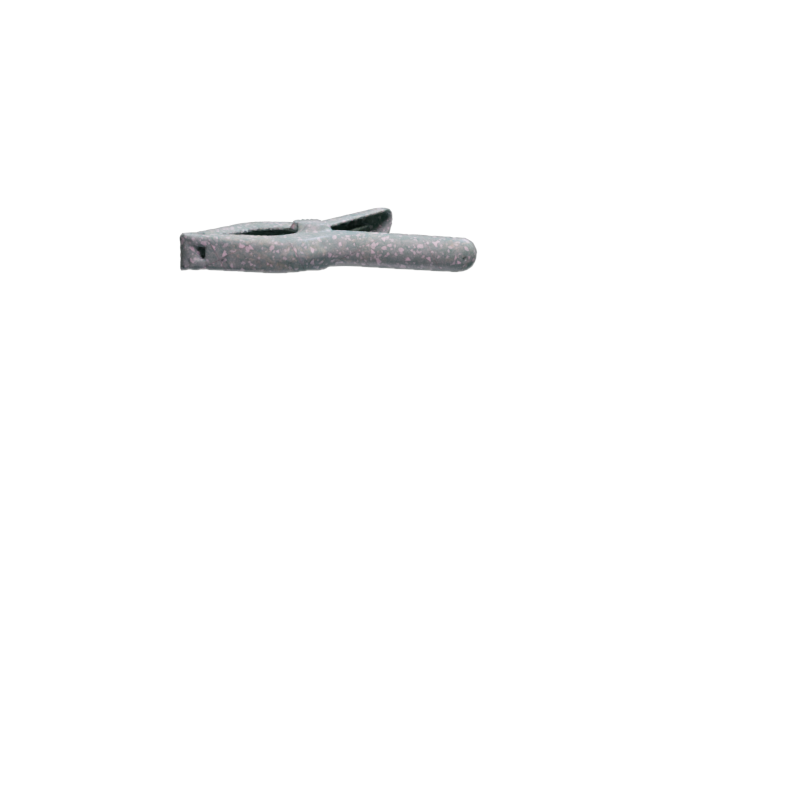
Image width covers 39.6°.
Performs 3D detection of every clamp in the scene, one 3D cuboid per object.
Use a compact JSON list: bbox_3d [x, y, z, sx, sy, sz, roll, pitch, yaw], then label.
[{"bbox_3d":[-0.067,-0.122,0.855,0.207,0.035,0.173,-5,18,-14],"label":"clamp"}]
